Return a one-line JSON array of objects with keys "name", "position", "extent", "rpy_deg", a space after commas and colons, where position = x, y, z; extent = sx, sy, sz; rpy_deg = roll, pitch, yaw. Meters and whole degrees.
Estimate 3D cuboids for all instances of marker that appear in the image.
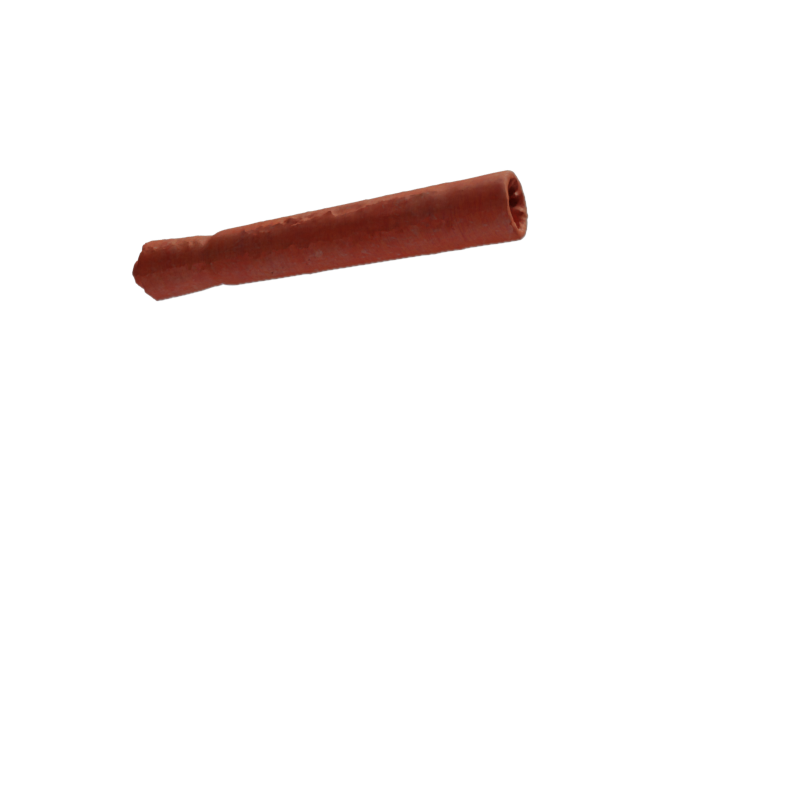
[{"name": "marker", "position": [-0.025, -0.045, 0.316], "extent": [0.124, 0.020, 0.019], "rpy_deg": [-6, 1, 26]}]
